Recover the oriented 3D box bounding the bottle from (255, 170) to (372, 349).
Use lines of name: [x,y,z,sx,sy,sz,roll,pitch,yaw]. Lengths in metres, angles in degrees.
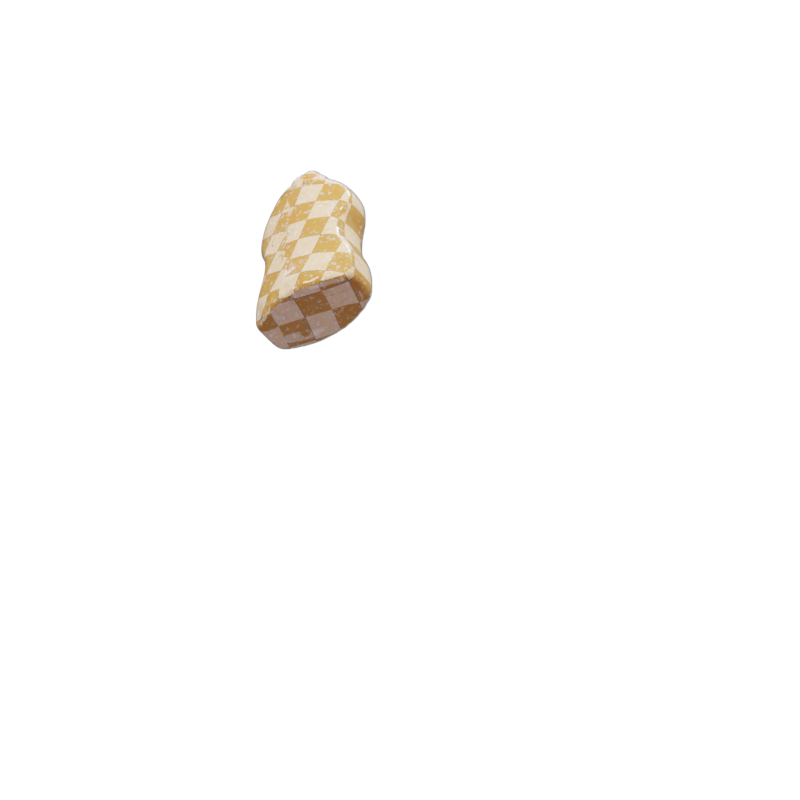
bottle: [-0.073,-0.134,0.934,0.096,0.206,0.054,-31,-53,21]
